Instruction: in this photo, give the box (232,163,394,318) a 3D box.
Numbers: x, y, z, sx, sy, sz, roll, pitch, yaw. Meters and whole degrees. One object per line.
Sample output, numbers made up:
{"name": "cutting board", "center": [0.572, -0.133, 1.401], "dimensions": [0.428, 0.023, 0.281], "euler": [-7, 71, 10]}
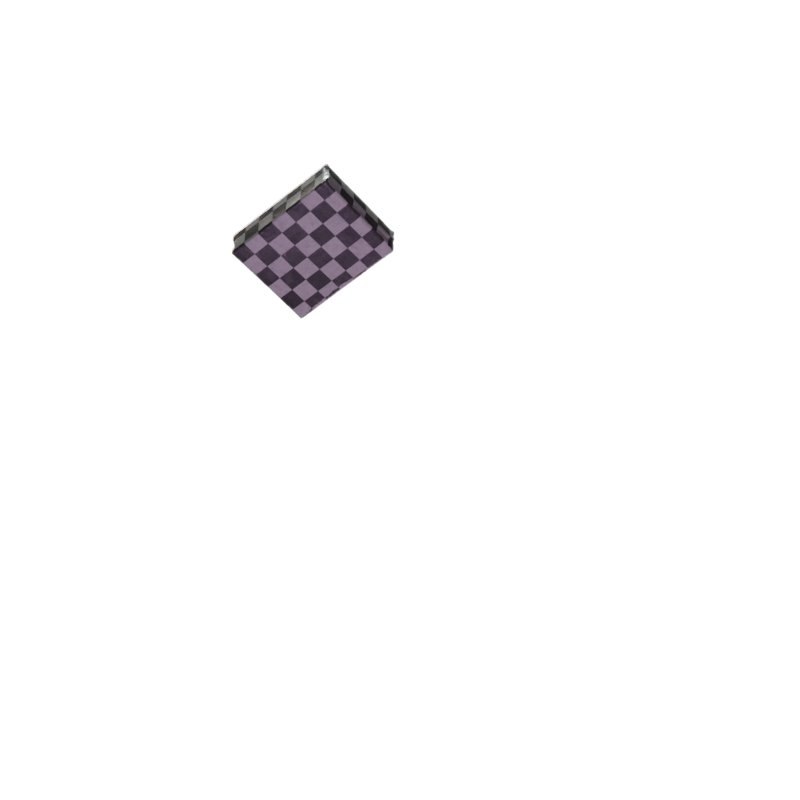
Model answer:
{"name": "box", "center": [-0.060, -0.110, 0.769], "dimensions": [0.089, 0.069, 0.032], "euler": [-36, 27, 20]}
